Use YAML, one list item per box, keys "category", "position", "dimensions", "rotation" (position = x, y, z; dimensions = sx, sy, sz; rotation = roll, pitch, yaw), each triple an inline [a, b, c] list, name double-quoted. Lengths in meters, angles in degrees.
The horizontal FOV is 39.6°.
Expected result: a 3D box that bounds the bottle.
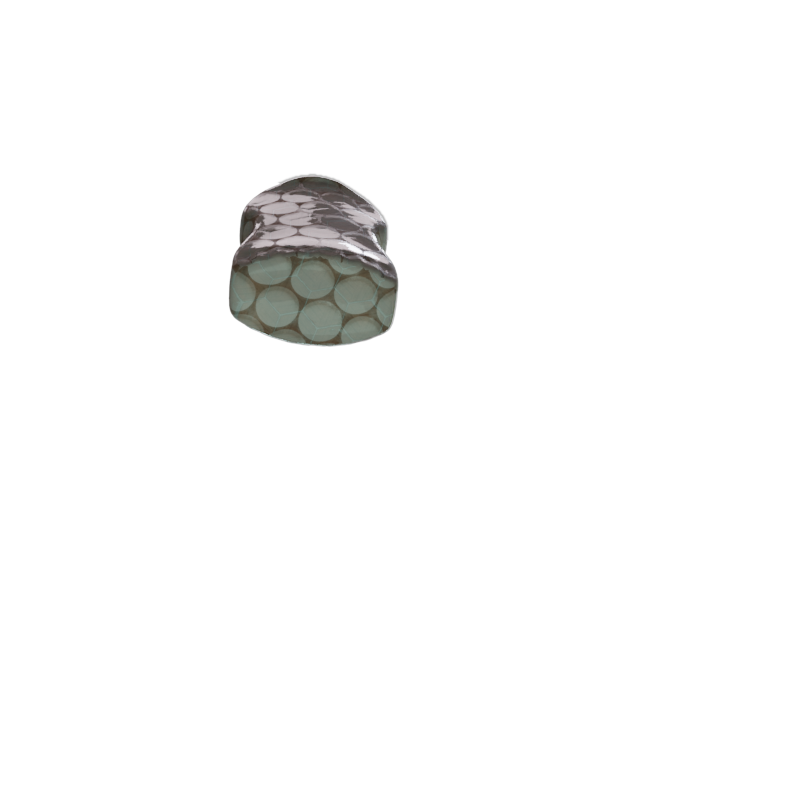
- category: "bottle"
  position: [-0.056, -0.101, 0.709]
  dimensions: [0.095, 0.055, 0.202]
  rotation: [2, 27, -5]
